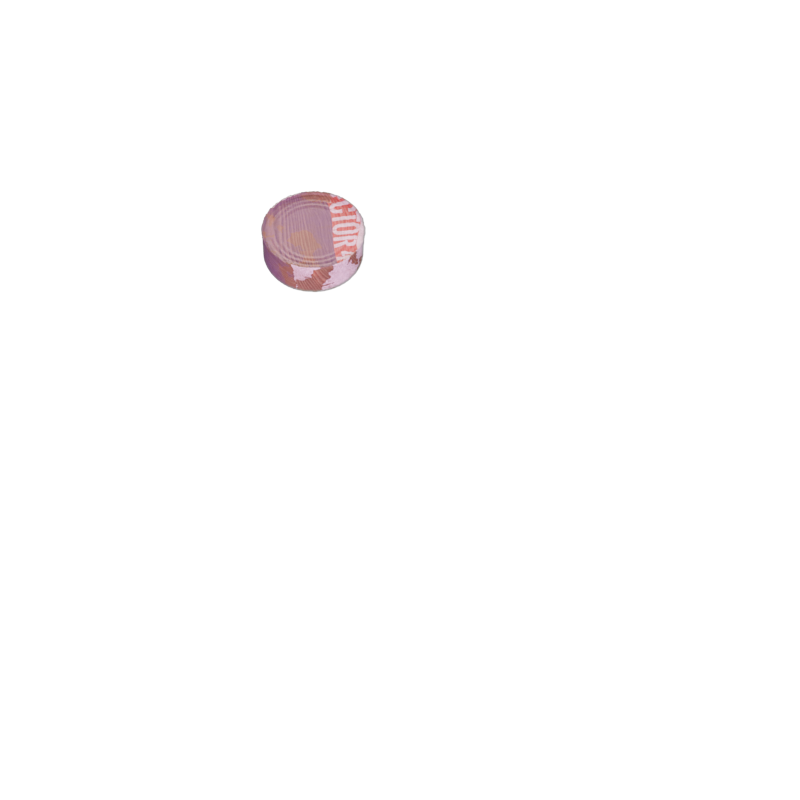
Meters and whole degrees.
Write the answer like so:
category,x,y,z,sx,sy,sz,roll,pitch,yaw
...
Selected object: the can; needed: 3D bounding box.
category,x,y,z,sx,sy,sz,roll,pitch,yaw
can,-0.072,-0.132,0.924,0.086,0.092,0.031,-1,-38,-1
